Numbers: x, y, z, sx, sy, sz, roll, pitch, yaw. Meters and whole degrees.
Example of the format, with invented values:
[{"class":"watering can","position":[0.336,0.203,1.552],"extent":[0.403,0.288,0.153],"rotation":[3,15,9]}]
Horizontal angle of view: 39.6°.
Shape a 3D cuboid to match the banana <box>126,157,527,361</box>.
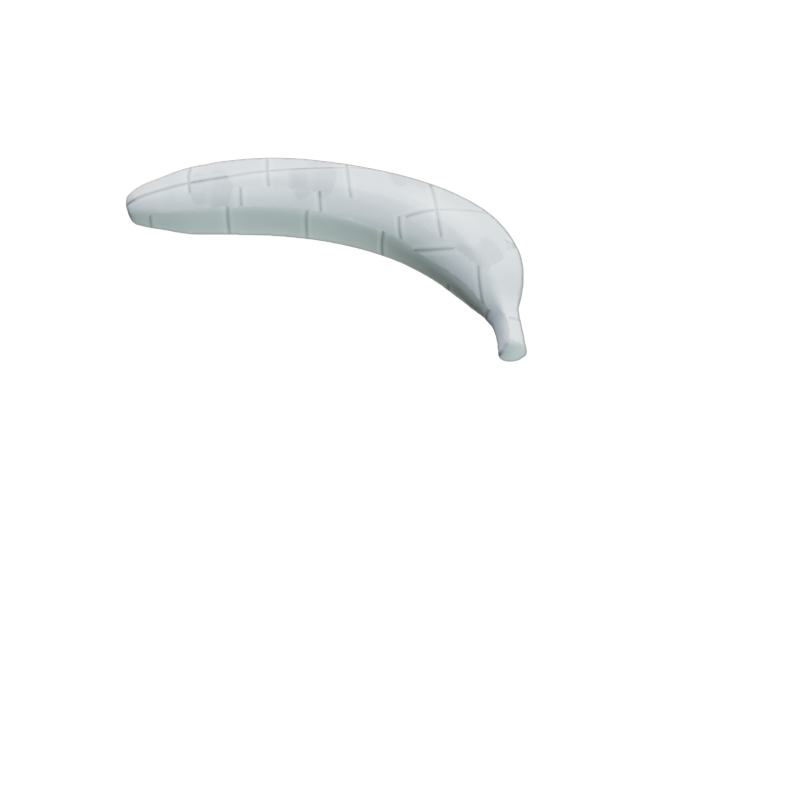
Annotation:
[{"class":"banana","position":[-0.026,-0.078,0.492],"extent":[0.206,0.034,0.071],"rotation":[20,43,23]}]
